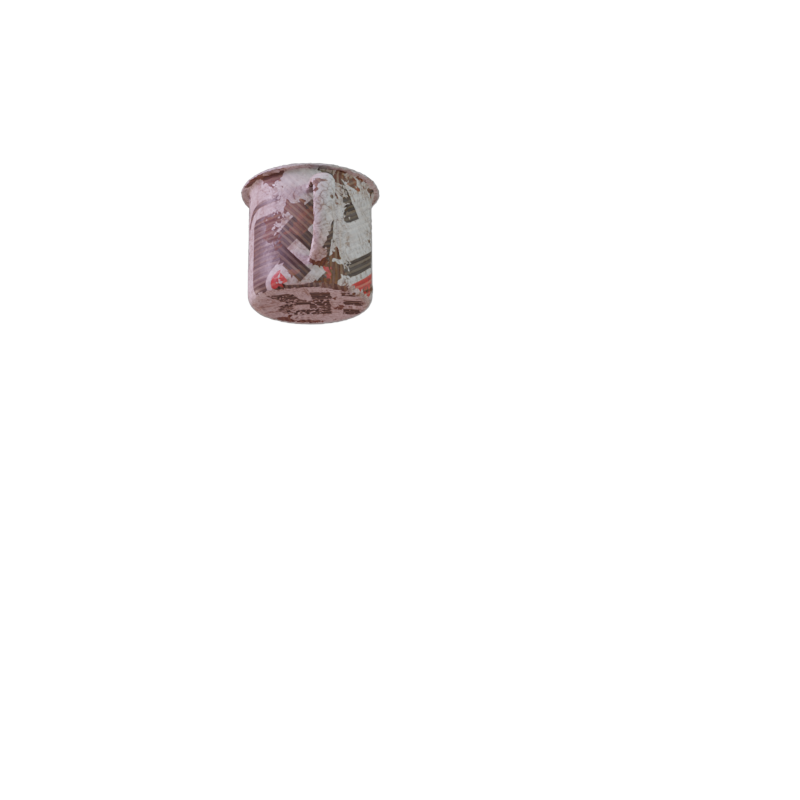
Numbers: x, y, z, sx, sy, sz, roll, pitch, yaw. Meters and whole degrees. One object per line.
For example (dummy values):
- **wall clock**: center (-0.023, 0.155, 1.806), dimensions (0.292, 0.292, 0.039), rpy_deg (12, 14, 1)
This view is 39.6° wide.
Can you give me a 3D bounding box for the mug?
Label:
- **mug**: center (-0.056, -0.103, 0.721), dimensions (0.092, 0.086, 0.114), rpy_deg (4, -19, -12)
